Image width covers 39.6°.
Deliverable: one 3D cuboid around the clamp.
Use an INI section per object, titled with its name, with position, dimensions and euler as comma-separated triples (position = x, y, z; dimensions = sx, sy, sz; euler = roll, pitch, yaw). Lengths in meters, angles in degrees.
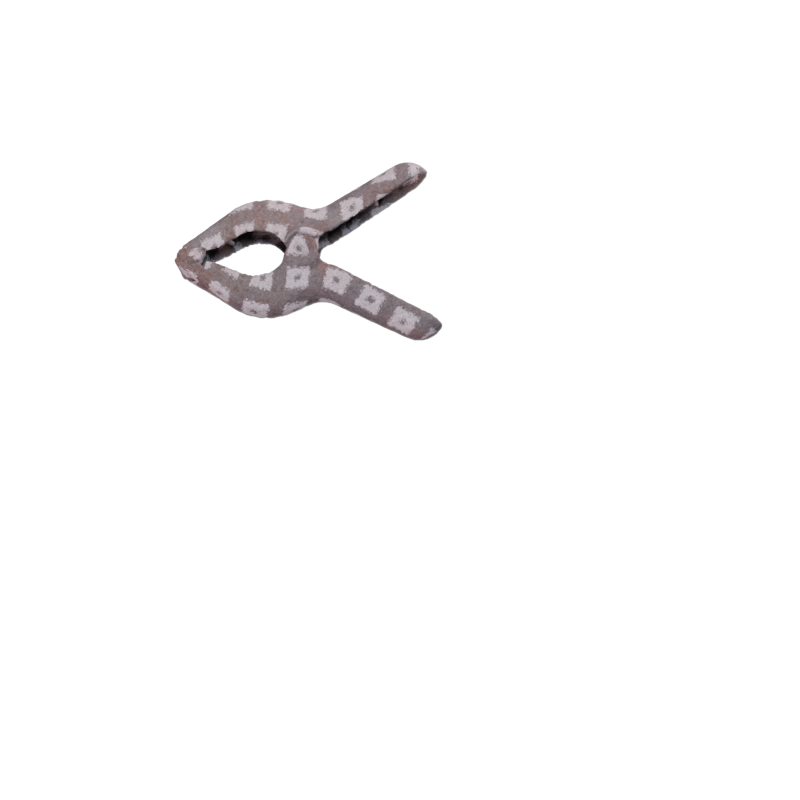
[clamp]
position = -0.056, -0.102, 0.716
dimensions = 0.172, 0.127, 0.037
euler = 5, -27, 2
